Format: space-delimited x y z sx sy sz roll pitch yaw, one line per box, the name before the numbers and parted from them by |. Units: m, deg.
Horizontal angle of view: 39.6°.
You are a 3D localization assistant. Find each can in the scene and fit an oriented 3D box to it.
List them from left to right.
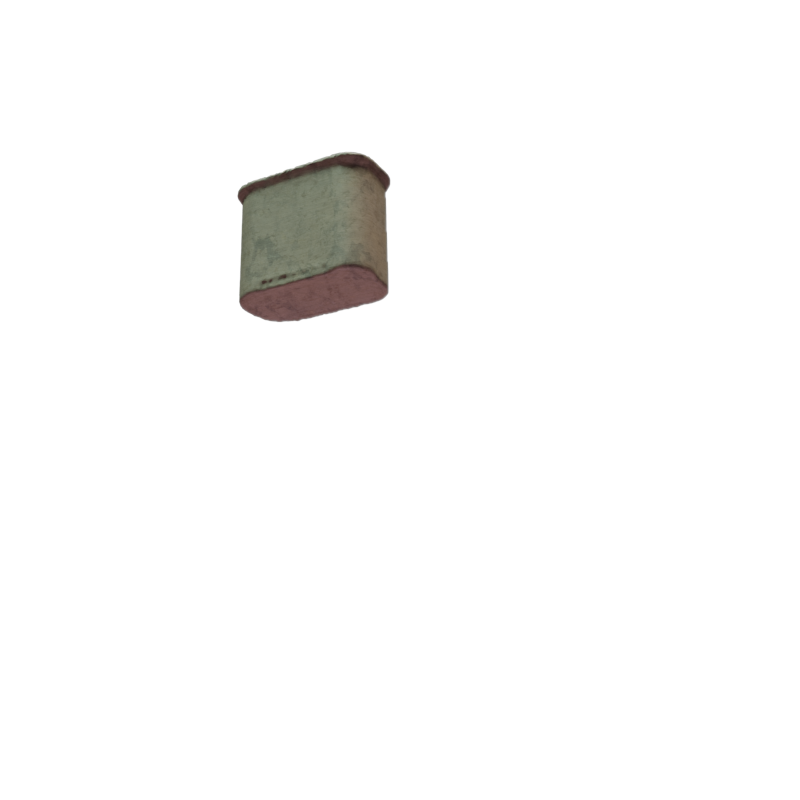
can | -0.057 -0.103 0.724 0.103 0.089 0.053 -13 -28 26
